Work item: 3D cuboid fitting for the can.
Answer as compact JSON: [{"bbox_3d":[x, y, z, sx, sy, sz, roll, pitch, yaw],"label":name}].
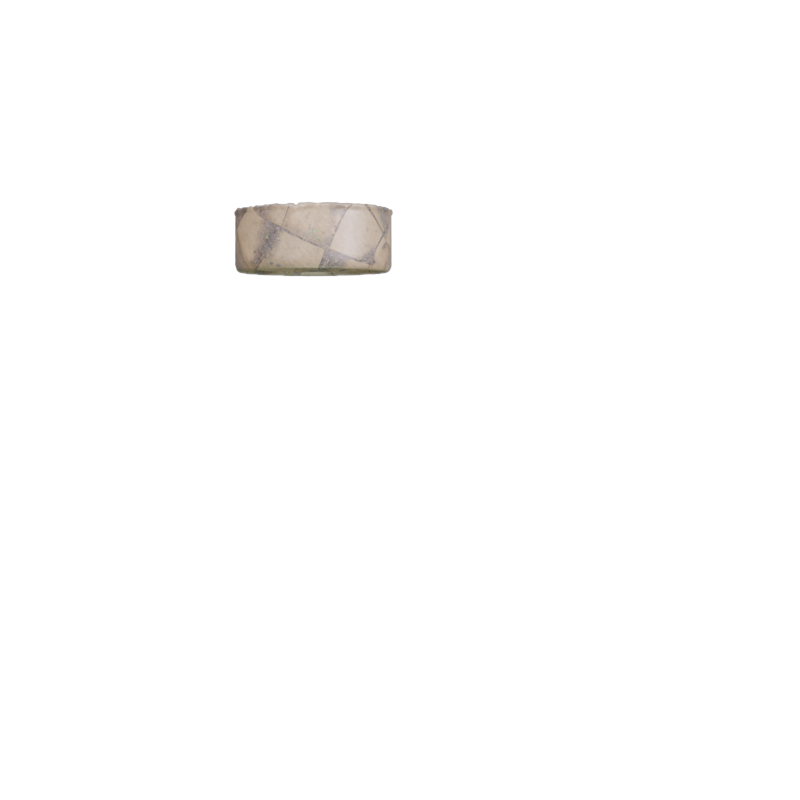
[{"bbox_3d":[-0.047,-0.085,0.598,0.086,0.034,0.086,0,2,-2],"label":"can"}]
